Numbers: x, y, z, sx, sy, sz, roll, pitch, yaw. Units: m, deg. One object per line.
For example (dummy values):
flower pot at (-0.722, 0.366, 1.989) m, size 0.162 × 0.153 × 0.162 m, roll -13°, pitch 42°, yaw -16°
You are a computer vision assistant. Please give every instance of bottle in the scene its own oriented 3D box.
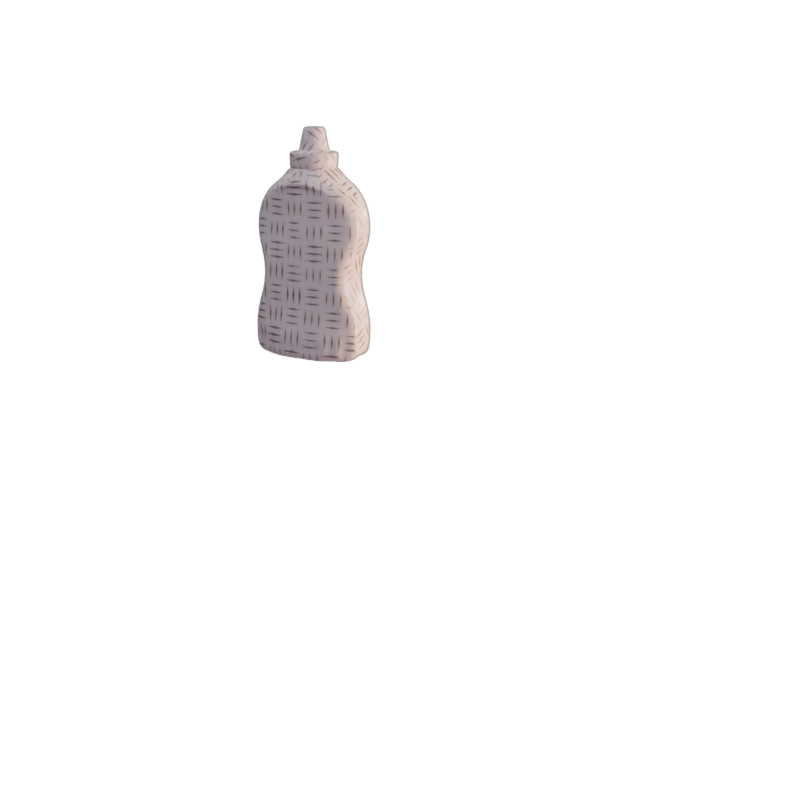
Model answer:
bottle at (-0.072, -0.132, 0.927) m, size 0.100 × 0.187 × 0.057 m, roll 7°, pitch 12°, yaw 29°
